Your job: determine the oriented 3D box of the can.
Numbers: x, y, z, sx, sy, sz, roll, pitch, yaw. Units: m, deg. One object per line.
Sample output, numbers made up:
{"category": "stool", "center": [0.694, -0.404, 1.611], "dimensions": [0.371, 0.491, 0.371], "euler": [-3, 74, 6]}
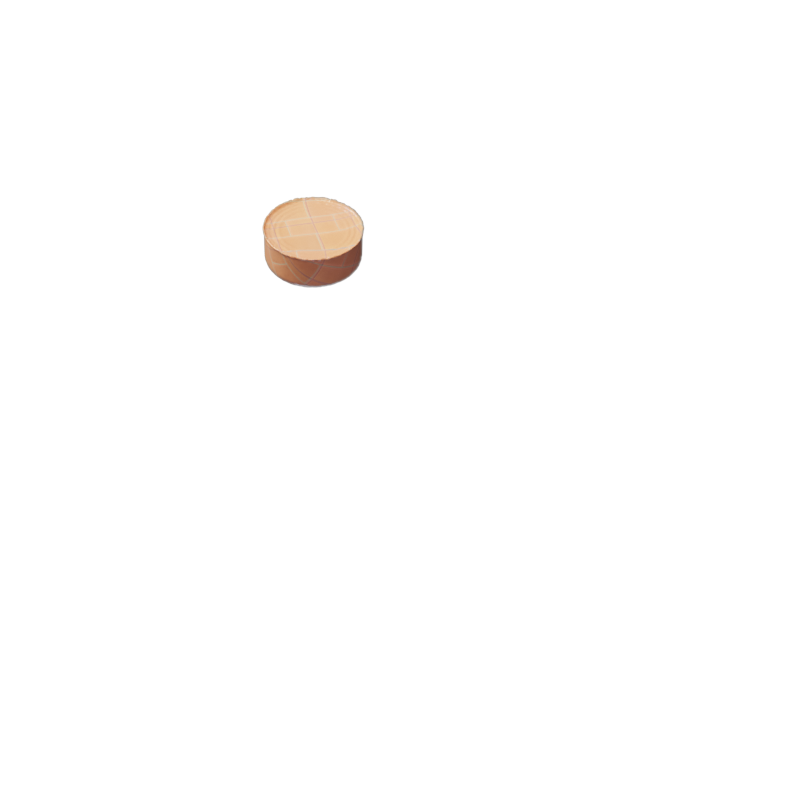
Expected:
{"category": "can", "center": [-0.074, -0.135, 0.947], "dimensions": [0.086, 0.031, 0.092], "euler": [-1, 44, -2]}
